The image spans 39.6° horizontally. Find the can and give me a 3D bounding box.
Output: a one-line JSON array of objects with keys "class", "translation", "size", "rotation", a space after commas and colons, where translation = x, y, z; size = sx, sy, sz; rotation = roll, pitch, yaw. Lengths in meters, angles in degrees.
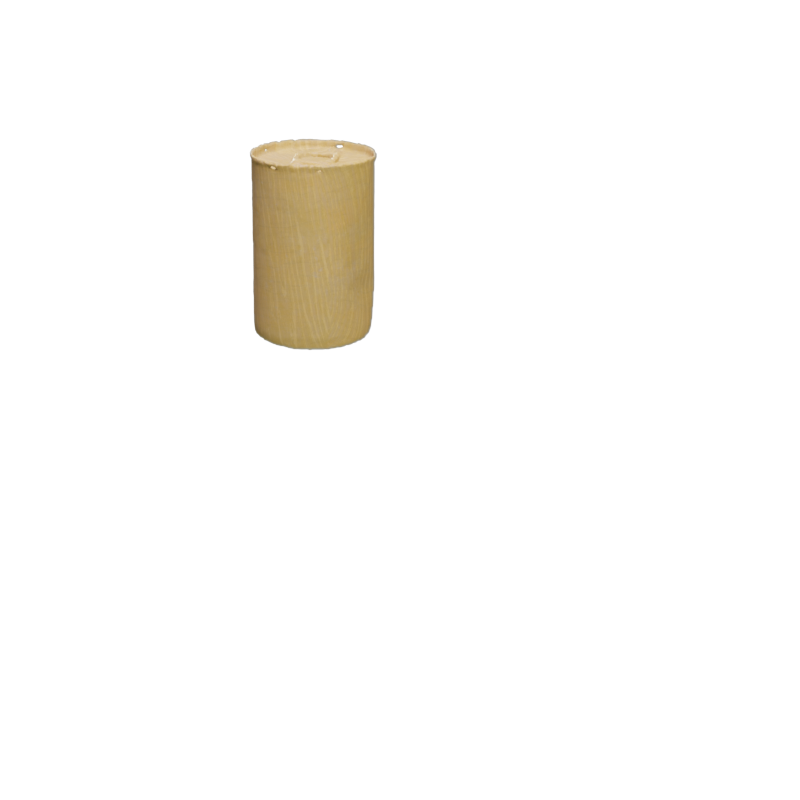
[{"class": "can", "translation": [-0.048, -0.087, 0.609], "size": [0.068, 0.098, 0.072], "rotation": [0, 20, -2]}]
